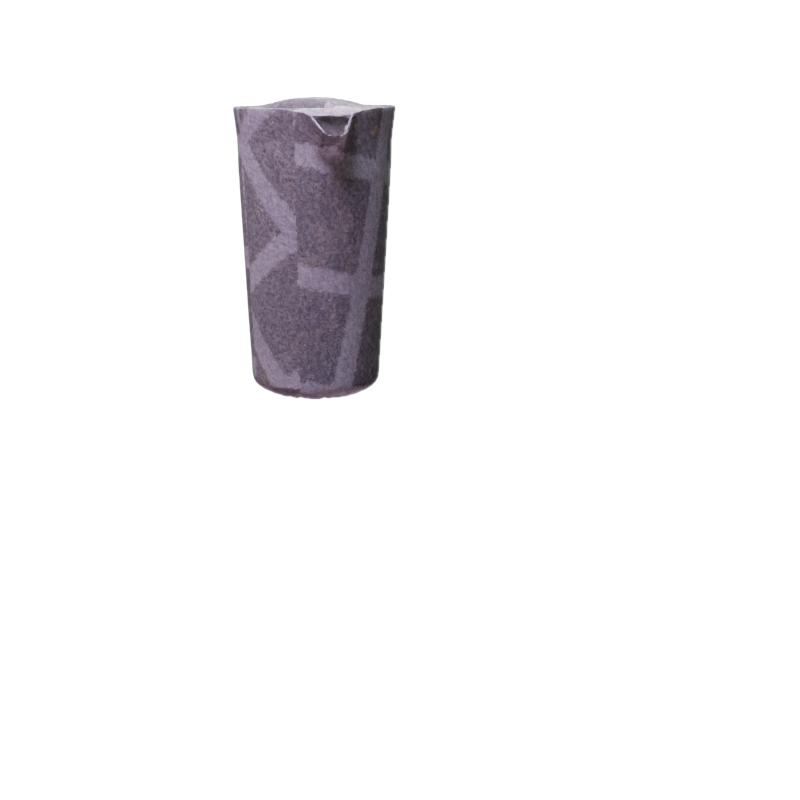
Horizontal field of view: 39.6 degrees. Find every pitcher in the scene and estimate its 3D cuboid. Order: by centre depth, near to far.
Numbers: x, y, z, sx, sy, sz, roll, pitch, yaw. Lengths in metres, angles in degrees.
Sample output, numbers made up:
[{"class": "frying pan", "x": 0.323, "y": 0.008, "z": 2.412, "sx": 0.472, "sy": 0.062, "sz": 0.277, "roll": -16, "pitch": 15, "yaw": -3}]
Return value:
[{"class": "pitcher", "x": -0.074, "y": -0.134, "z": 0.940, "sx": 0.151, "sy": 0.237, "sz": 0.147, "roll": 7, "pitch": 13, "yaw": 29}]
